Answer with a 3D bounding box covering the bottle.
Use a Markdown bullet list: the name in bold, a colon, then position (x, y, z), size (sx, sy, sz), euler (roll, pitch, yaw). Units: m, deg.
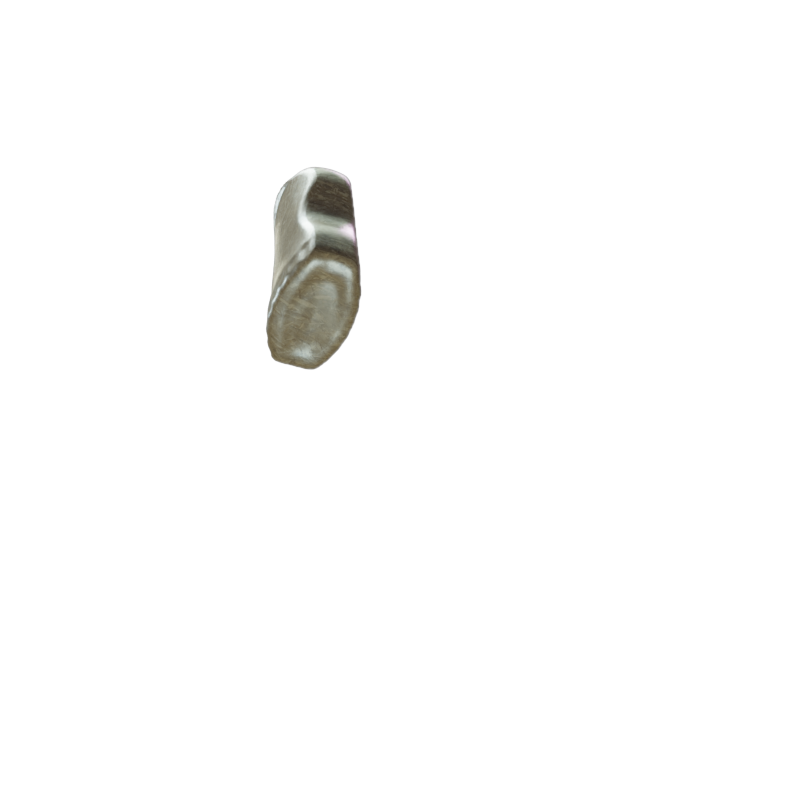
- **bottle**: position (-0.064, -0.116, 0.812), size (0.057, 0.091, 0.205), euler (13, 35, -13)
